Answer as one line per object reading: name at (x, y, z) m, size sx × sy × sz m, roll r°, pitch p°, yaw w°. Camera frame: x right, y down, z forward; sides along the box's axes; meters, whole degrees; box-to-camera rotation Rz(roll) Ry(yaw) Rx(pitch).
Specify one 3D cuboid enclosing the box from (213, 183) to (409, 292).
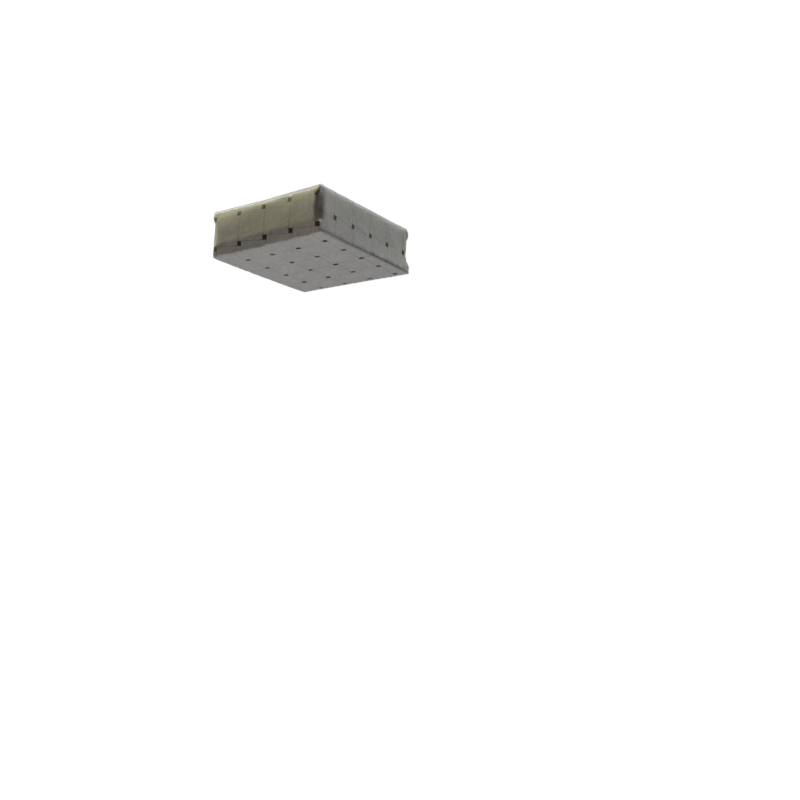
box at (-0.048, -0.088, 0.615) m, size 0.075 × 0.031 × 0.084 m, roll -8°, pitch -14°, yaw 33°
